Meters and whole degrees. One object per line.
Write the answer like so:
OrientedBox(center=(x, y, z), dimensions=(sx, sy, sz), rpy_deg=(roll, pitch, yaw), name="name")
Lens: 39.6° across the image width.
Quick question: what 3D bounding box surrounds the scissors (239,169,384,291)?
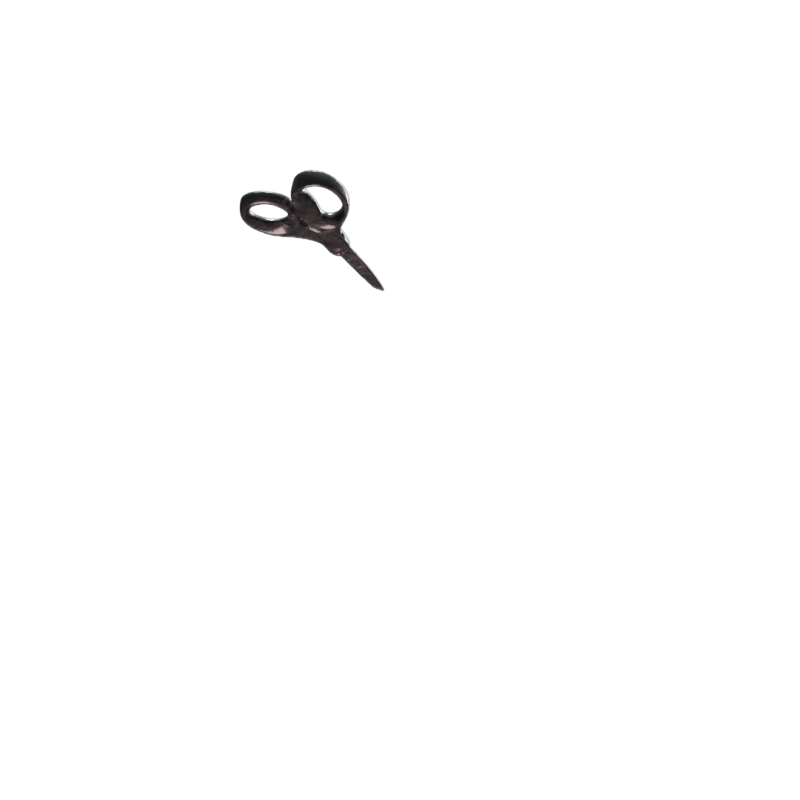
OrientedBox(center=(-0.072, -0.132, 0.921), dimensions=(0.097, 0.017, 0.189), rpy_deg=(-3, -22, 6), name="scissors")
